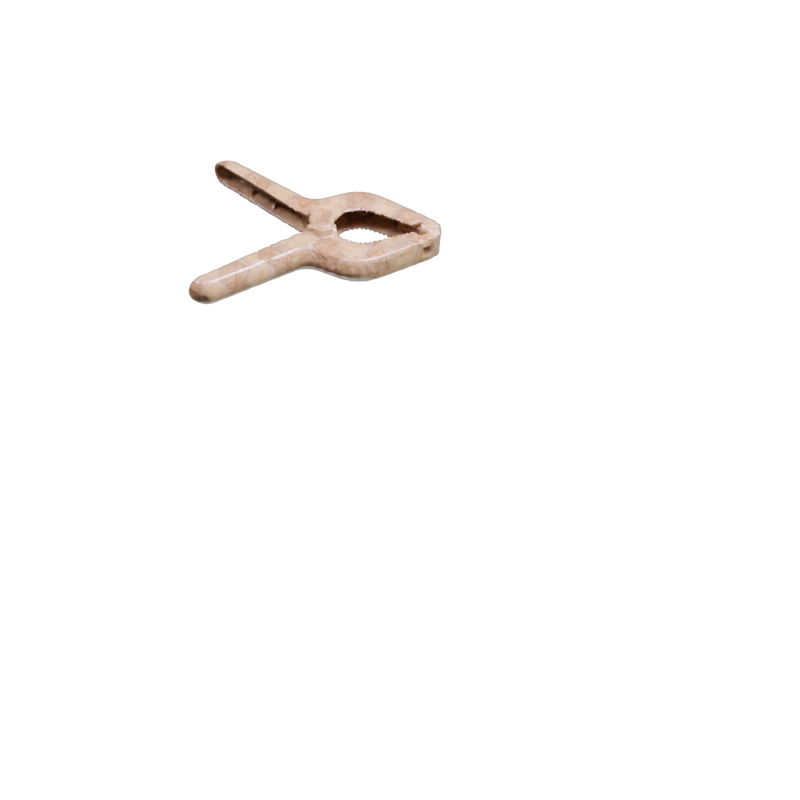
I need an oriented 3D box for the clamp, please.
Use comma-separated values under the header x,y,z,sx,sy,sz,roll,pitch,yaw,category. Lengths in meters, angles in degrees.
x,y,z,sx,sy,sz,roll,pitch,yaw,category
-0.073,-0.133,0.934,0.212,0.175,0.034,8,-41,6,clamp
